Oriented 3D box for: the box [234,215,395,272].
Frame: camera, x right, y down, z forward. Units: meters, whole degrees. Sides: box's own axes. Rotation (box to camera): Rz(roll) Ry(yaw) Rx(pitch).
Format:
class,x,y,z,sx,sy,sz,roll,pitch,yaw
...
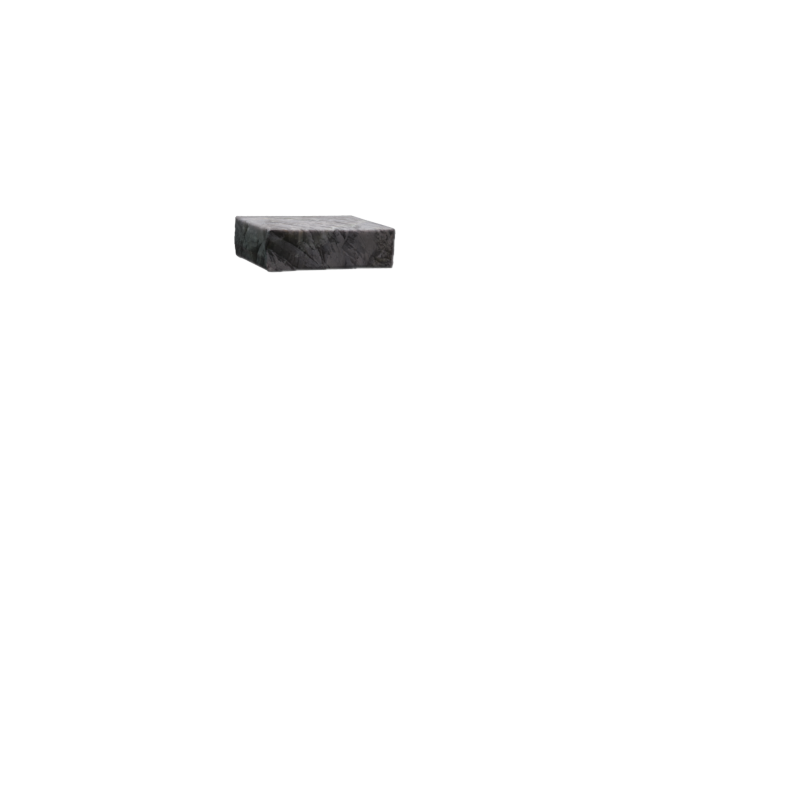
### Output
class,x,y,z,sx,sy,sz,roll,pitch,yaw
box,-0.073,-0.132,0.926,0.111,0.038,0.094,-6,16,-22
